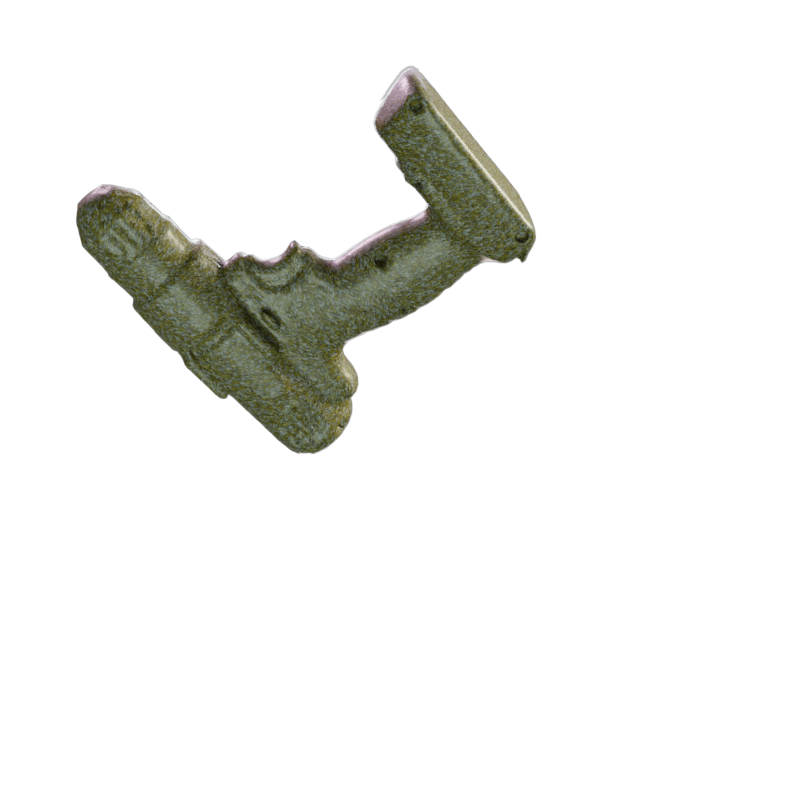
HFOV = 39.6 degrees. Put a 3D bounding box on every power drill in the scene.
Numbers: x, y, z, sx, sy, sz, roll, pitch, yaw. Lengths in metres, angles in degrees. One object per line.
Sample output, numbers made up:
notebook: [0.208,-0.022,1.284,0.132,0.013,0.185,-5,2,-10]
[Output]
power drill: [-0.044,-0.080,0.557,0.186,0.175,0.061,-36,23,18]
